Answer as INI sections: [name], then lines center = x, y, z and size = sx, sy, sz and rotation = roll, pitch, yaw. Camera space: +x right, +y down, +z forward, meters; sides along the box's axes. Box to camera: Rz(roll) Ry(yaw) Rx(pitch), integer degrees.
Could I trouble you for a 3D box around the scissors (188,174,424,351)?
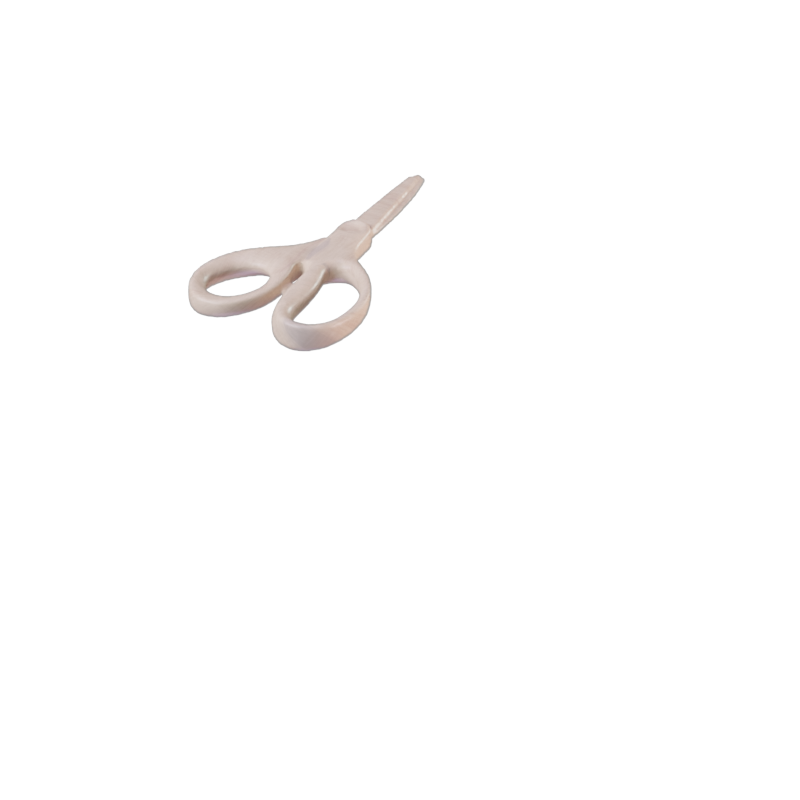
[scissors]
center = -0.045, -0.082, 0.575
size = 0.097, 0.015, 0.211
rotation = 4, 31, 6
